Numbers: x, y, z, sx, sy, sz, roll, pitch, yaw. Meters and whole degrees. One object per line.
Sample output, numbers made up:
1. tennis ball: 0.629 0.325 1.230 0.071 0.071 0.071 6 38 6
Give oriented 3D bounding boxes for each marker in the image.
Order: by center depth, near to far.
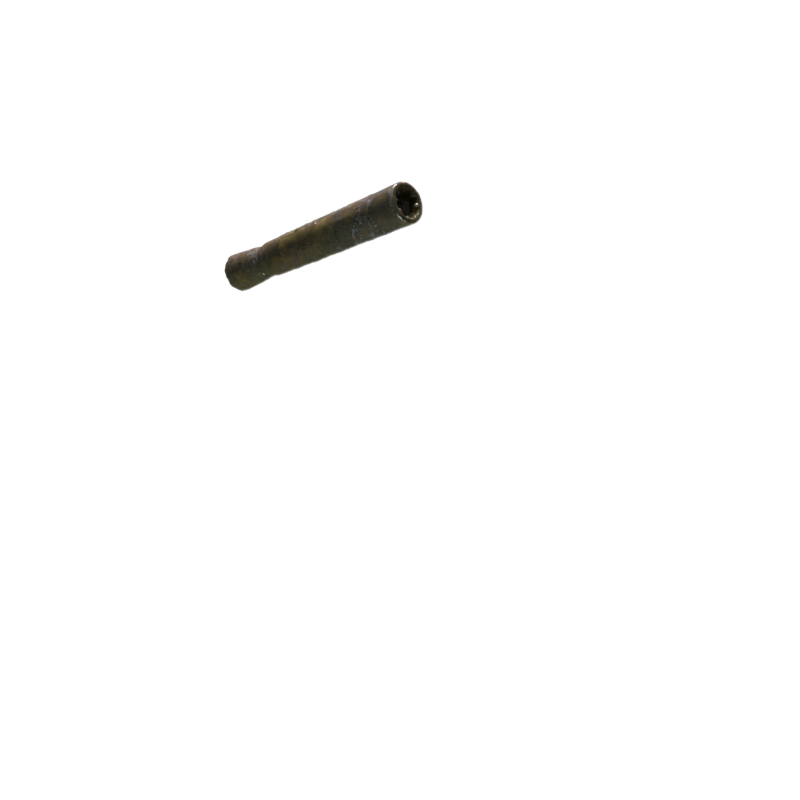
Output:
1. marker: -0.040 -0.072 0.504 0.019 0.020 0.123 -4 -7 -46
